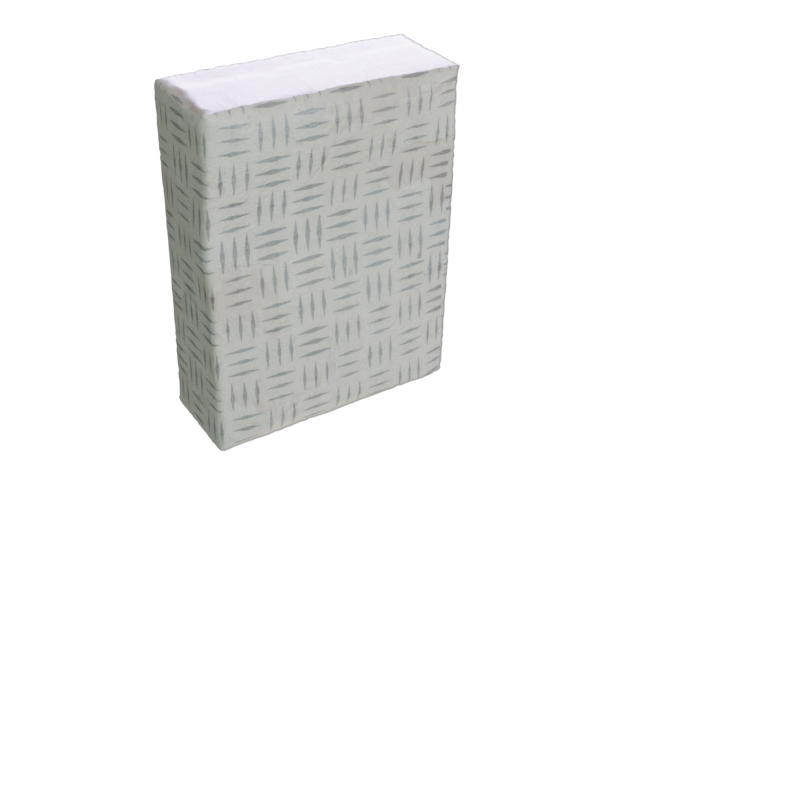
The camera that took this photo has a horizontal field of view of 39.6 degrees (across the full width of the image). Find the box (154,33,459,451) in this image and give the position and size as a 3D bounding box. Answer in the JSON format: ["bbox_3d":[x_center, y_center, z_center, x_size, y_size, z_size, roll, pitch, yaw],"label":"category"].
[{"bbox_3d":[-0.051,-0.094,0.657,0.162,0.201,0.077,-18,36,-28],"label":"box"}]
